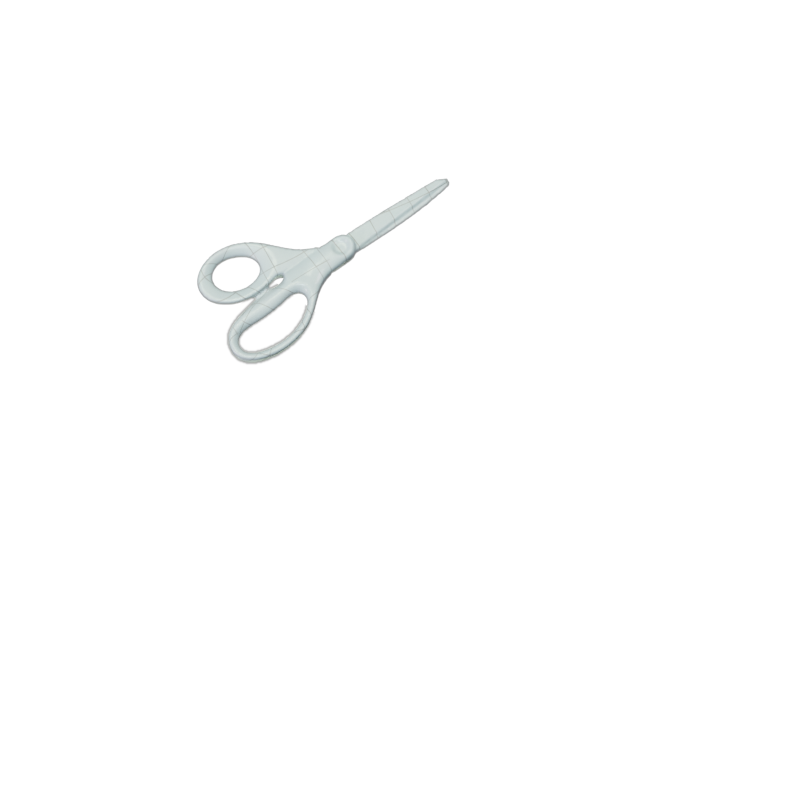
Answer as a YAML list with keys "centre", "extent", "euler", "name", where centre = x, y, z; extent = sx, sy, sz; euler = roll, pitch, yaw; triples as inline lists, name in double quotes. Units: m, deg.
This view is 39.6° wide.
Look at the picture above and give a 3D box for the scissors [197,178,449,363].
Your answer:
- centre: [-0.062, -0.113, 0.789]
  extent: [0.100, 0.205, 0.015]
  euler: [34, -21, 15]
  name: "scissors"
